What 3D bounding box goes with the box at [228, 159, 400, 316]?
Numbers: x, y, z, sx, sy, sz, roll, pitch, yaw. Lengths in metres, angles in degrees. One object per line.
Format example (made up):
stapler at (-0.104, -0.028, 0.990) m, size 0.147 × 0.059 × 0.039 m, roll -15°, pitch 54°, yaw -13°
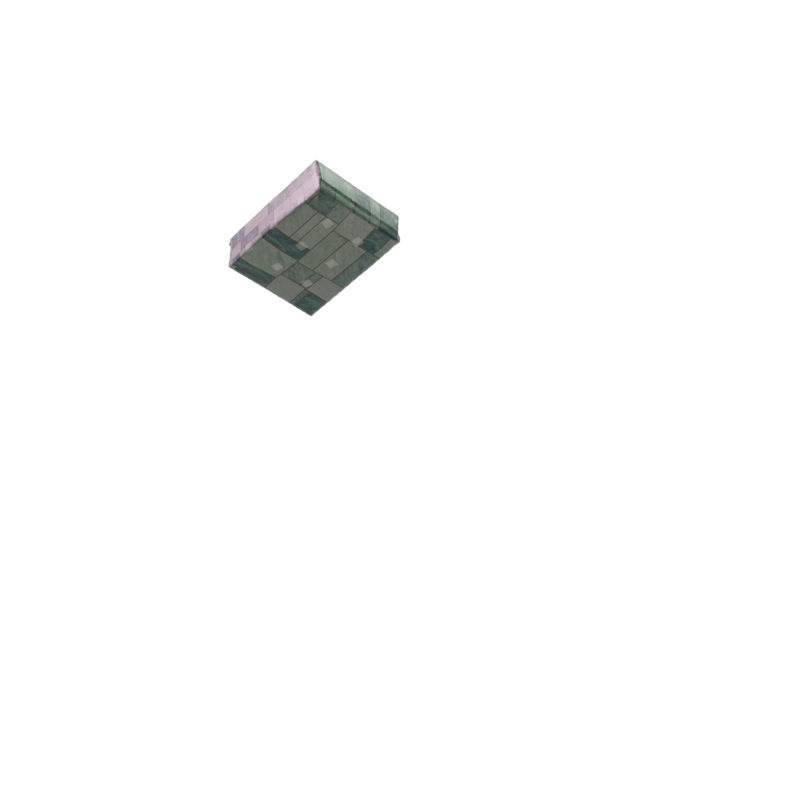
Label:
box at (-0.070, -0.127, 0.891) m, size 0.085 × 0.042 × 0.112 m, roll 32°, pitch -52°, yaw -31°
